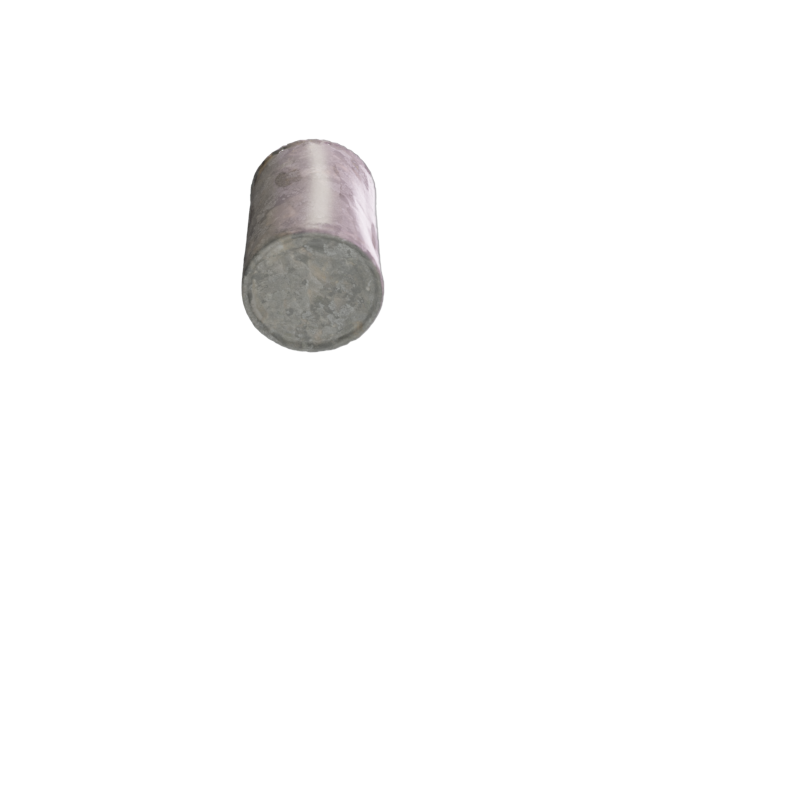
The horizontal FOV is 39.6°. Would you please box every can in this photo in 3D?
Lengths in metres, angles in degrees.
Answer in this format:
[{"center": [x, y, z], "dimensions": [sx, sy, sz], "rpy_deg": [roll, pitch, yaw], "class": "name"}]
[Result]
[{"center": [-0.043, -0.079, 0.551], "dimensions": [0.068, 0.064, 0.109], "rpy_deg": [-1, 33, -3], "class": "can"}]
